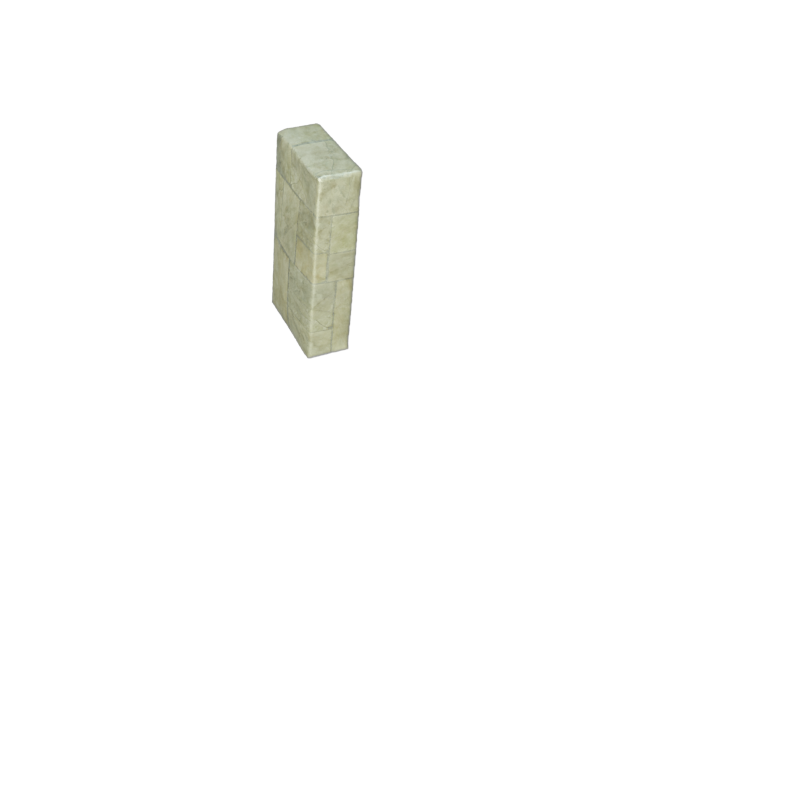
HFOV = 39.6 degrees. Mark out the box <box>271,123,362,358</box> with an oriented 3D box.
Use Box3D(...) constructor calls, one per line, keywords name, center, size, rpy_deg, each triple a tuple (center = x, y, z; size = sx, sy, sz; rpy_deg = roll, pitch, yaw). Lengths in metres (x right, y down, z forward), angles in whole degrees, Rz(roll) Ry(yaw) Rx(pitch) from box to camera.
Box3D(name="box", center=(-0.073, -0.133, 0.933), size=(0.047, 0.165, 0.101), rpy_deg=(-13, 38, -21))
